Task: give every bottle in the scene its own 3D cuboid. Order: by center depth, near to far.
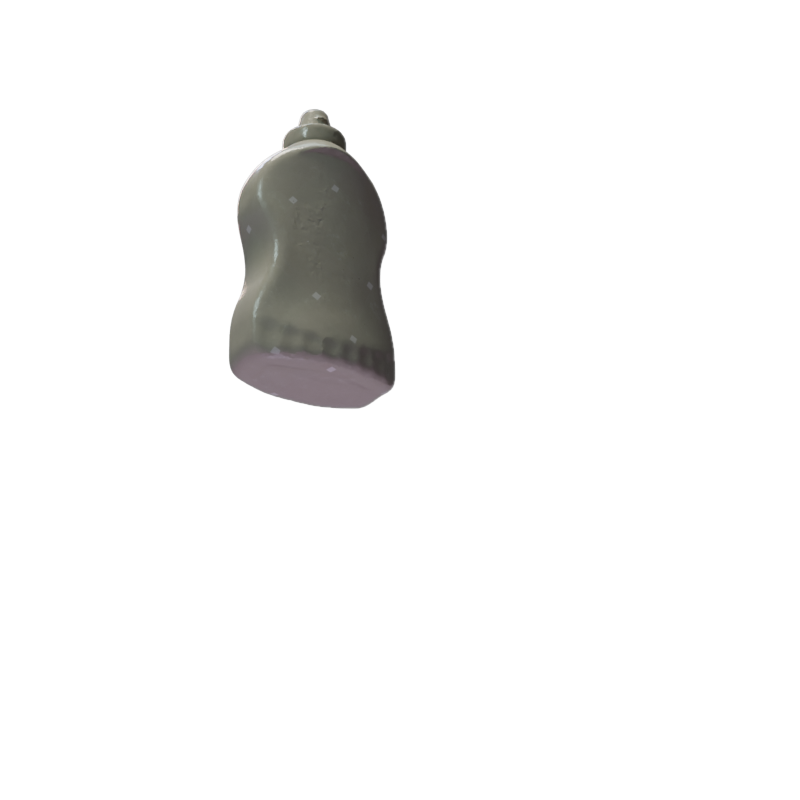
[{"bbox_3d":[-0.052,-0.096,0.669,0.092,0.204,0.057,15,-34,-27],"label":"bottle"}]
